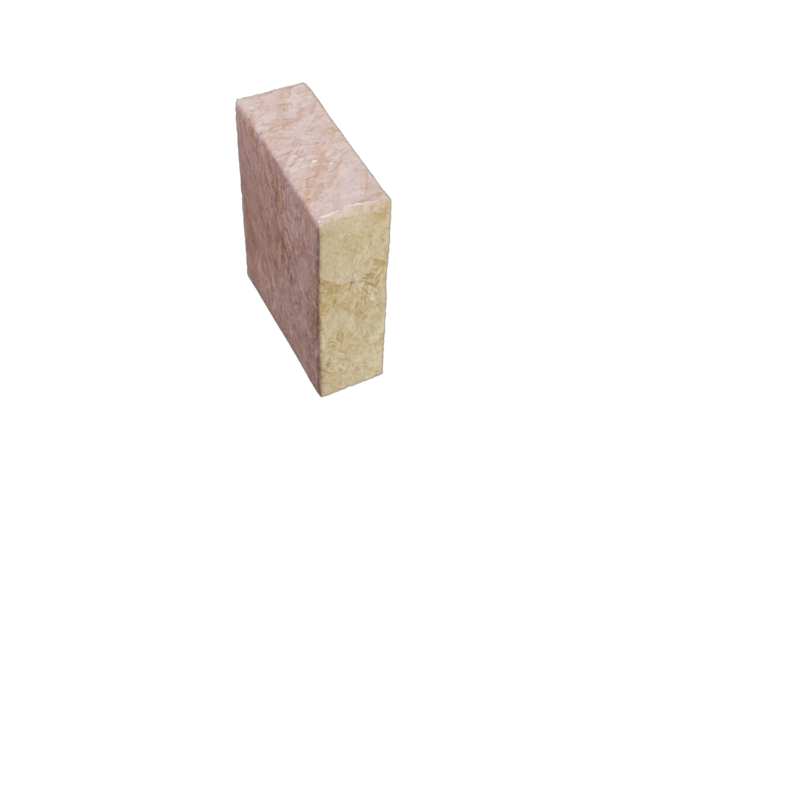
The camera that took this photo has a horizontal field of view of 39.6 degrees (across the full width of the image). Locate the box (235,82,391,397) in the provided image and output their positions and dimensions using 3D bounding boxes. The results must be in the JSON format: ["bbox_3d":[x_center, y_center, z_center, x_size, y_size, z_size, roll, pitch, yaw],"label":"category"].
[{"bbox_3d":[-0.073,-0.134,0.936,0.071,0.177,0.199,-19,-37,-19],"label":"box"}]
